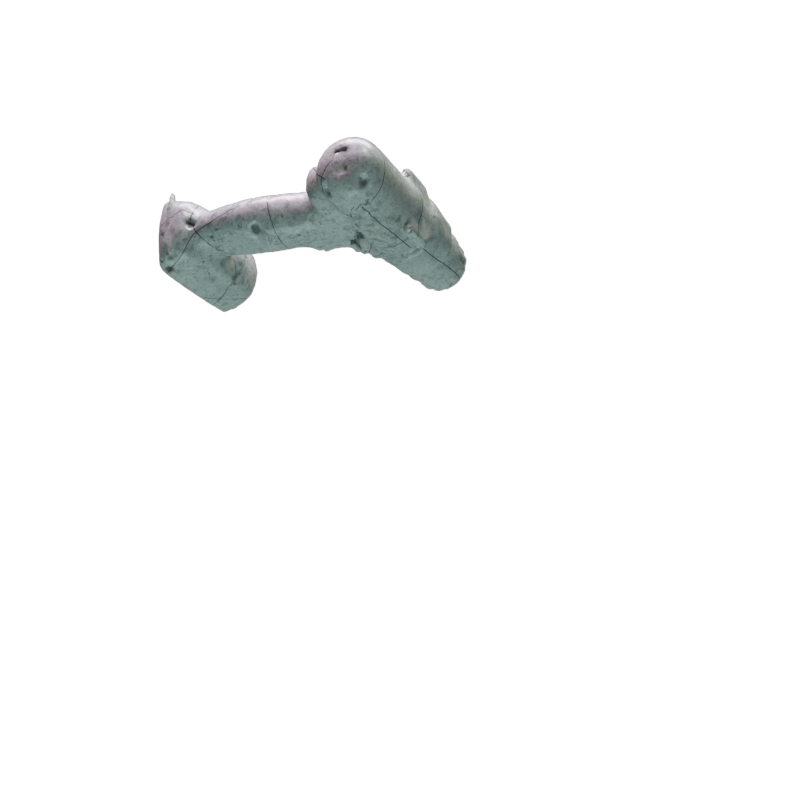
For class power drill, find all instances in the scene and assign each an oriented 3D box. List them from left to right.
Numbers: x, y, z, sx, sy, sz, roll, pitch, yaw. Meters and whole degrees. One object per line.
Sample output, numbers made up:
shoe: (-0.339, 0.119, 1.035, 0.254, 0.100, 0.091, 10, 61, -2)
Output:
power drill: (-0.062, -0.113, 0.790, 0.191, 0.061, 0.171, -11, -26, 23)
